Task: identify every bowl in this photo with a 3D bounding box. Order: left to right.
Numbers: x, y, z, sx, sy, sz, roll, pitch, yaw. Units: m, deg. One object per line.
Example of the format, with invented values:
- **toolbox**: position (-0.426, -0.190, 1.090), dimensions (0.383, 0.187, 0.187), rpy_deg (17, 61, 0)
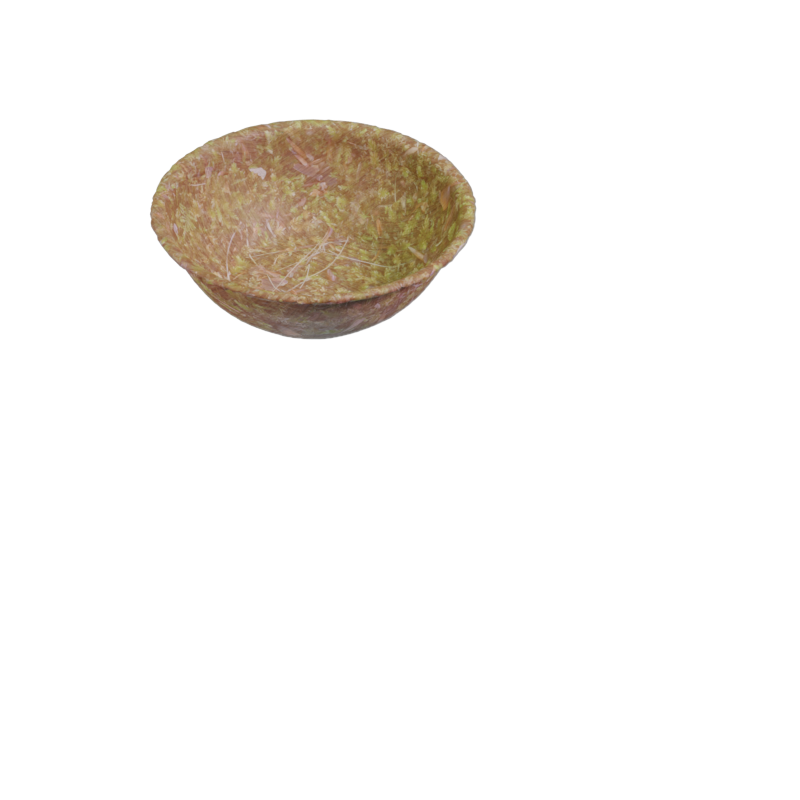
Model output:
- **bowl**: position (-0.044, -0.081, 0.567), dimensions (0.162, 0.051, 0.174), rpy_deg (-1, 40, -2)
